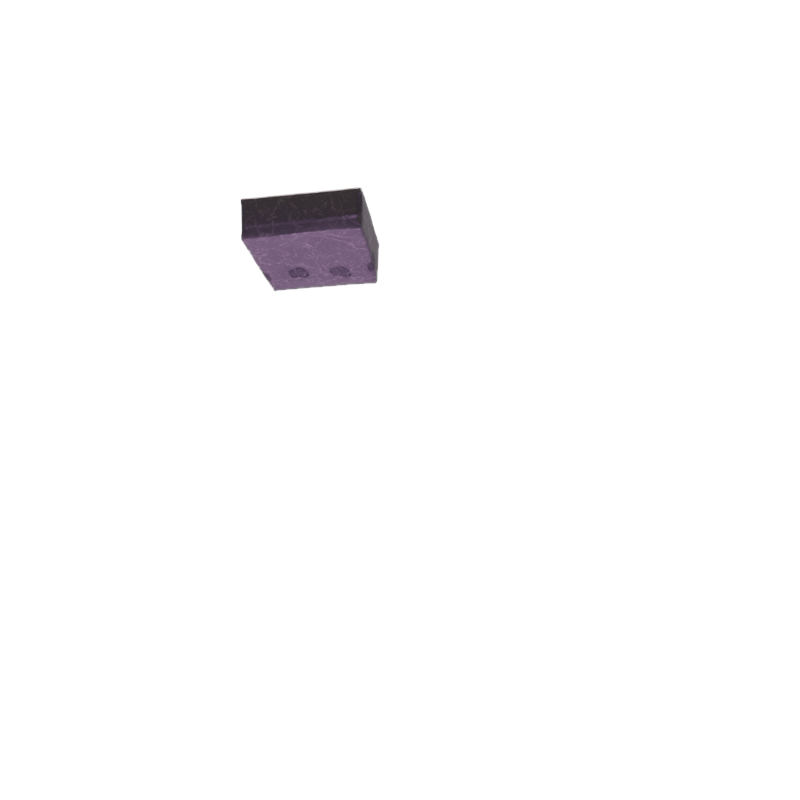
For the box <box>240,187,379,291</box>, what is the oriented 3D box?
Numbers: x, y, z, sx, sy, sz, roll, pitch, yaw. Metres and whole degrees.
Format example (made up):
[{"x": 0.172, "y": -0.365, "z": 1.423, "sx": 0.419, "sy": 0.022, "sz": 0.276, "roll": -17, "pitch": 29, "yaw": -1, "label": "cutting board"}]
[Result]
[{"x": -0.066, "y": -0.121, "z": 0.846, "sx": 0.091, "sy": 0.041, "sz": 0.107, "roll": -3, "pitch": -19, "yaw": 7, "label": "box"}]
